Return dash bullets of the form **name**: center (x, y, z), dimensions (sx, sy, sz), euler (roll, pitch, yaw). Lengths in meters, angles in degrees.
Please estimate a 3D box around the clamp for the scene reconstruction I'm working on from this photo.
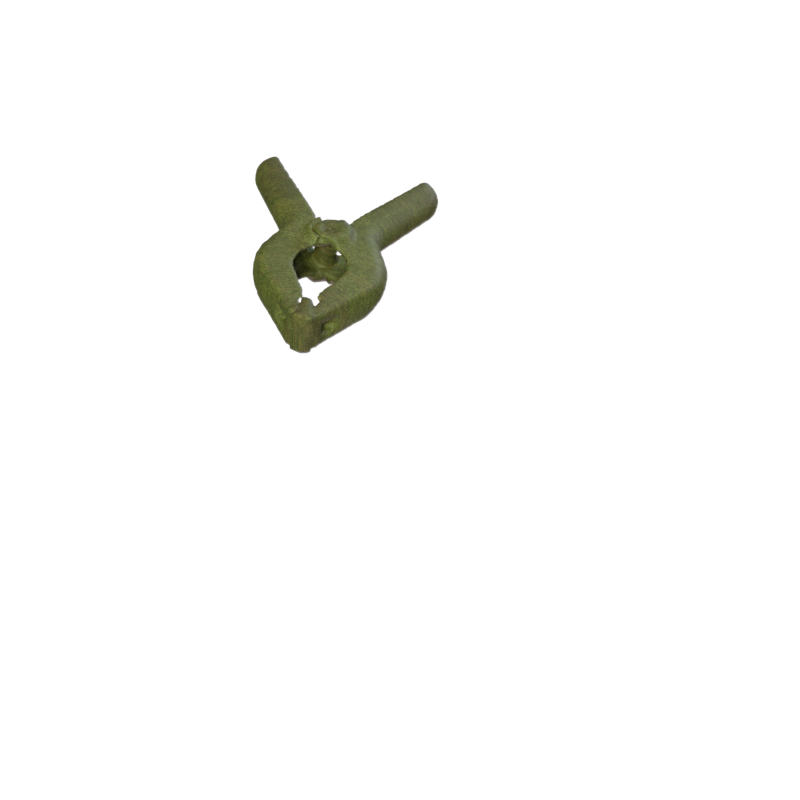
- **clamp**: center (-0.053, -0.097, 0.679), dimensions (0.123, 0.037, 0.179), euler (10, 38, 13)
